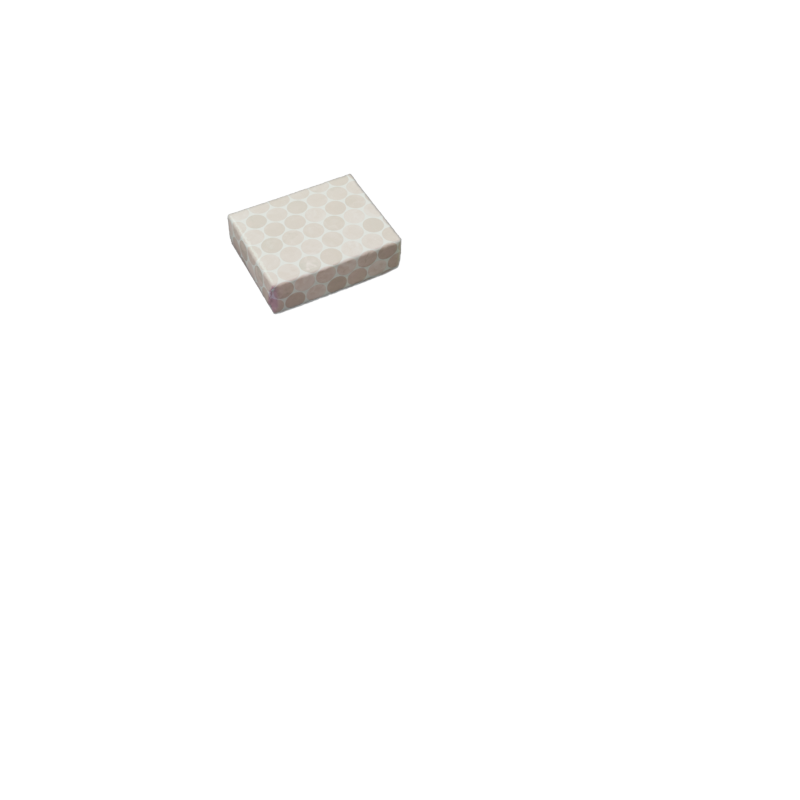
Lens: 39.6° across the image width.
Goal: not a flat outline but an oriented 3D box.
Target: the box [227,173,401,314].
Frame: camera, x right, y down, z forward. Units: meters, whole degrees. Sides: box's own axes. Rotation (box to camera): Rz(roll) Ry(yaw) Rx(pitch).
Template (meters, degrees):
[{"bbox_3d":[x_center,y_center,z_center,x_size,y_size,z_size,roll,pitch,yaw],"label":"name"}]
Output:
[{"bbox_3d":[-0.069,-0.125,0.876,0.112,0.036,0.097,-20,51,-18],"label":"box"}]
